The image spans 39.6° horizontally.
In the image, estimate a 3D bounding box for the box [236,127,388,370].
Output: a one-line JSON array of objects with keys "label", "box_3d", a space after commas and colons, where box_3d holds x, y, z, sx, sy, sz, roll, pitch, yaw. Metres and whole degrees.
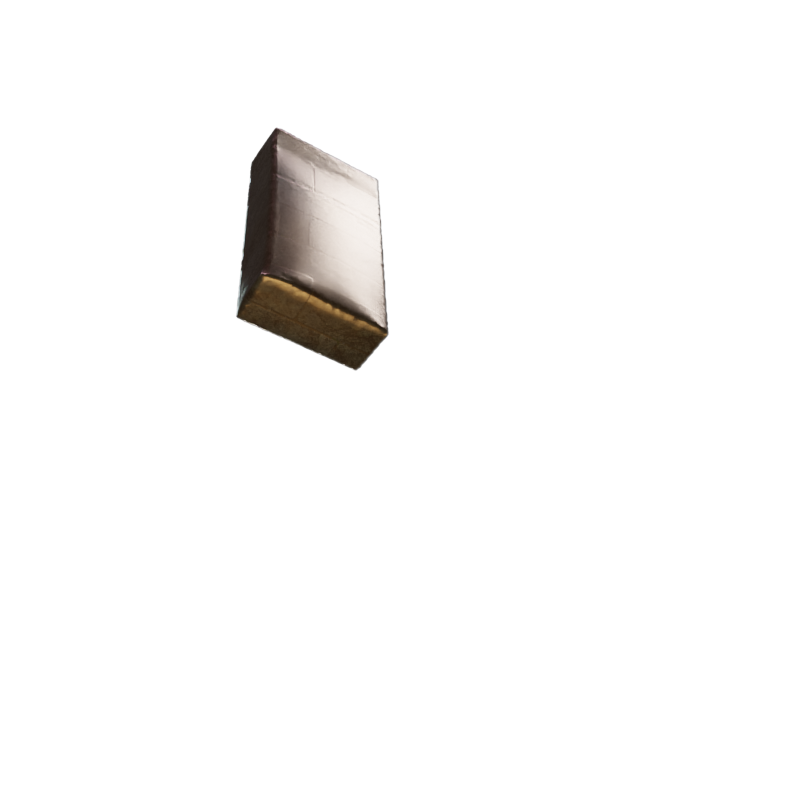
[{"label": "box", "box_3d": [-0.060, -0.109, 0.762, 0.090, 0.047, 0.189, 24, 34, -21]}]
